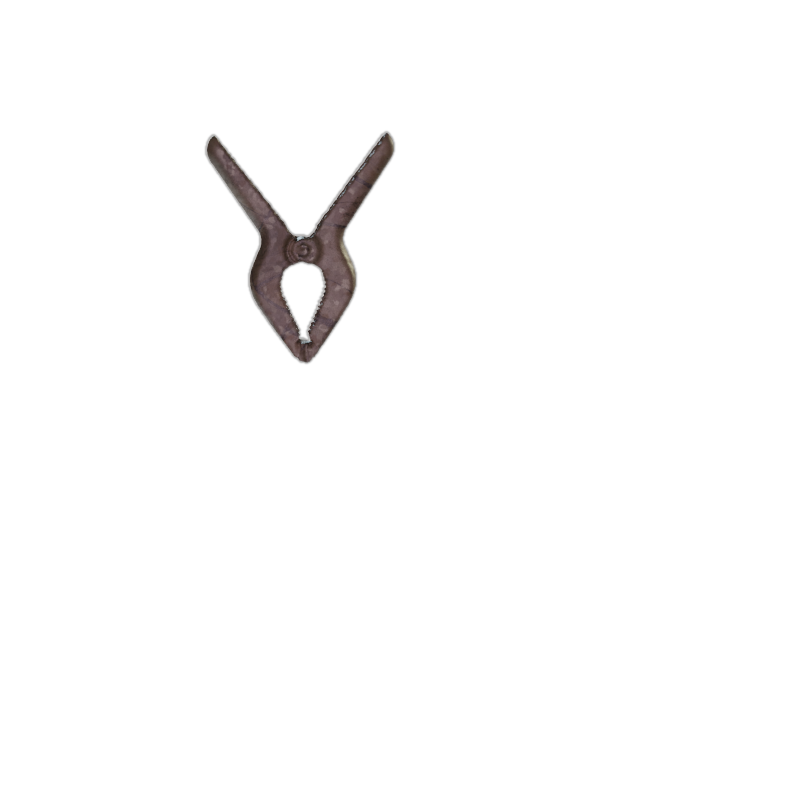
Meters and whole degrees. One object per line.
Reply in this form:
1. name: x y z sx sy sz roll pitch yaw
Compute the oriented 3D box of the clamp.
1. clamp: -0.077 -0.140 0.983 0.164 0.207 0.037 -8 5 1
